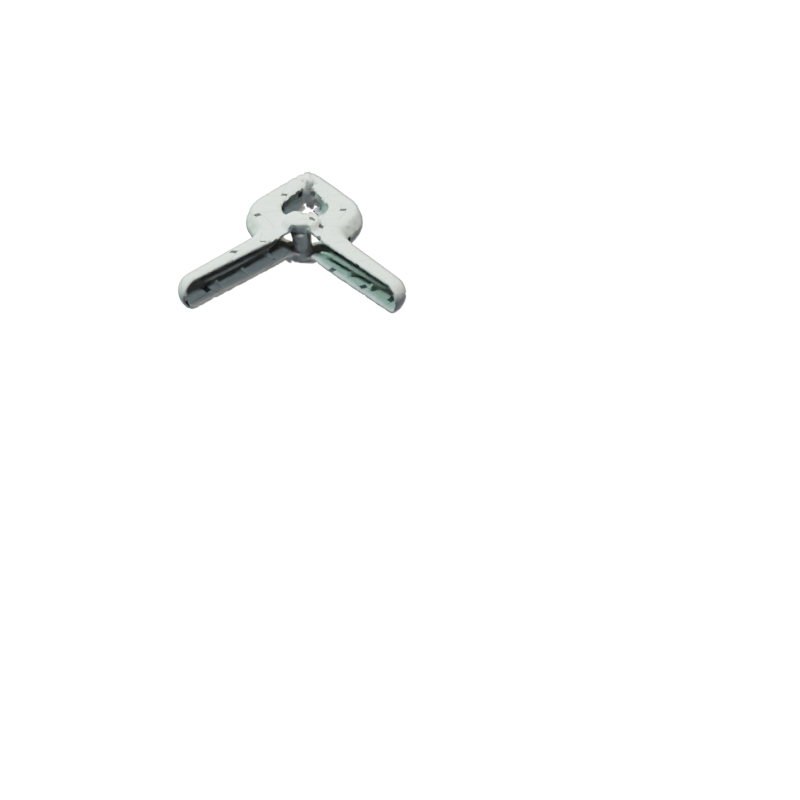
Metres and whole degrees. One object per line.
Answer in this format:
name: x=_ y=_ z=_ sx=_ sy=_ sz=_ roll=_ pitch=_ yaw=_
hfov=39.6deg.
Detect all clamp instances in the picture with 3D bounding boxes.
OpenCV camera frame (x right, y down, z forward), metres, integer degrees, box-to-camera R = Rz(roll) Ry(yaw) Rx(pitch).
clamp: x=-0.069 y=-0.125 z=0.876 sx=0.167 sy=0.034 sz=0.220 roll=5 pitch=33 yaw=7
